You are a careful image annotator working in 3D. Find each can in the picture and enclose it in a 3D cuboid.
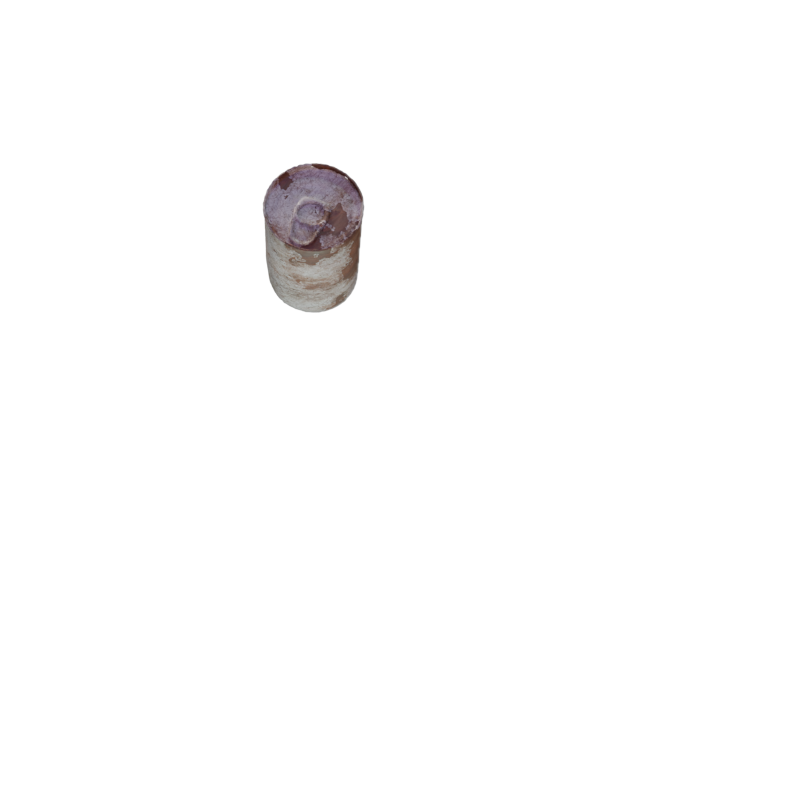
[{"bbox_3d":[-0.061,-0.112,0.785,0.068,0.072,0.097,0,-24,-3],"label":"can"}]
